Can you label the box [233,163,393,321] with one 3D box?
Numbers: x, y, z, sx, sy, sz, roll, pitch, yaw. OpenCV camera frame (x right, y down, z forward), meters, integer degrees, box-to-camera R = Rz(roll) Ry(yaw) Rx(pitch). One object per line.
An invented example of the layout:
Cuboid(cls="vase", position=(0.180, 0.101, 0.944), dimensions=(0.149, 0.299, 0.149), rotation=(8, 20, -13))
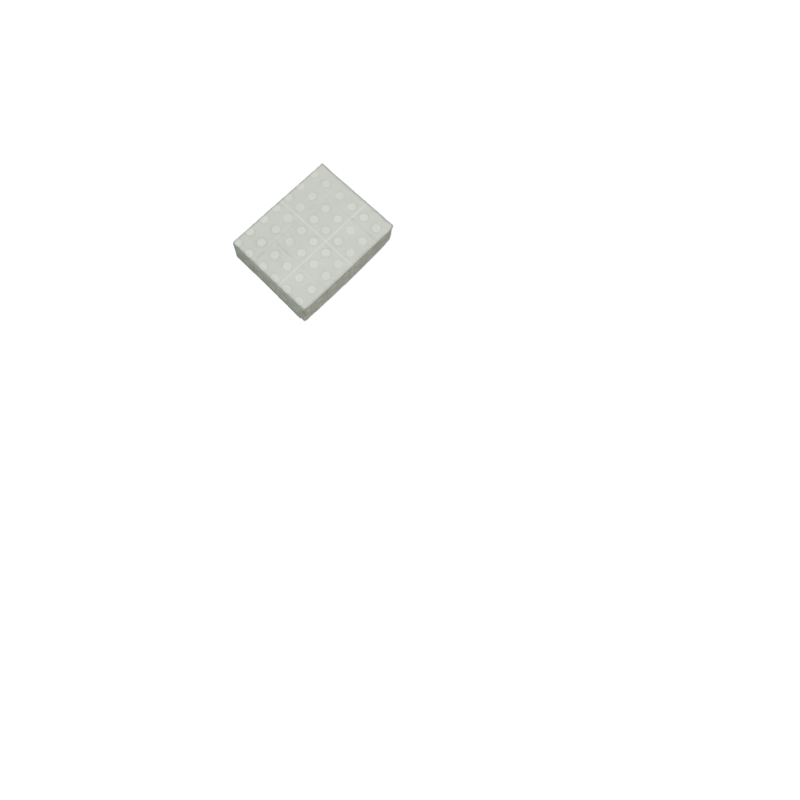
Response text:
Cuboid(cls="box", position=(-0.076, -0.139, 0.976), dimensions=(0.094, 0.115, 0.037), rotation=(42, -17, 15))
